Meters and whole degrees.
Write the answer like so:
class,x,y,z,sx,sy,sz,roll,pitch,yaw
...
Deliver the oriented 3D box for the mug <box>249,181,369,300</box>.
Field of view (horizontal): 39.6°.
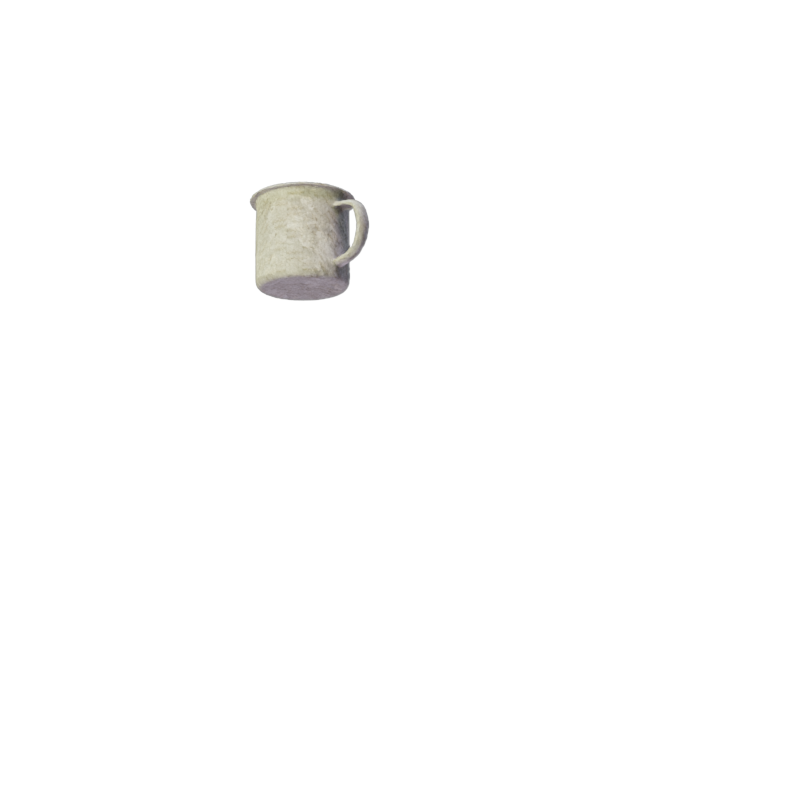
class,x,y,z,sx,sy,sz,roll,pitch,yaw
mug,-0.075,-0.136,0.955,0.120,0.085,0.088,-11,-18,35
